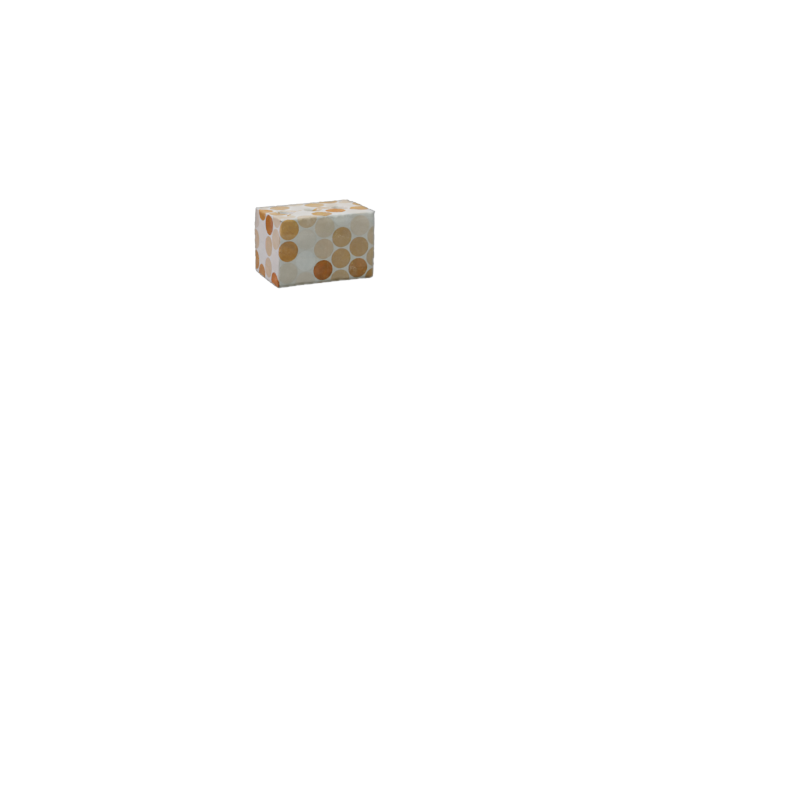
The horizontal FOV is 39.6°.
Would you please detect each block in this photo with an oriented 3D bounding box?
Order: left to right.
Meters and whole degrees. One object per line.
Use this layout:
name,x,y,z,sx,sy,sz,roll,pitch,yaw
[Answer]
block,-0.065,-0.118,0.826,0.076,0.049,0.056,-9,20,-24
